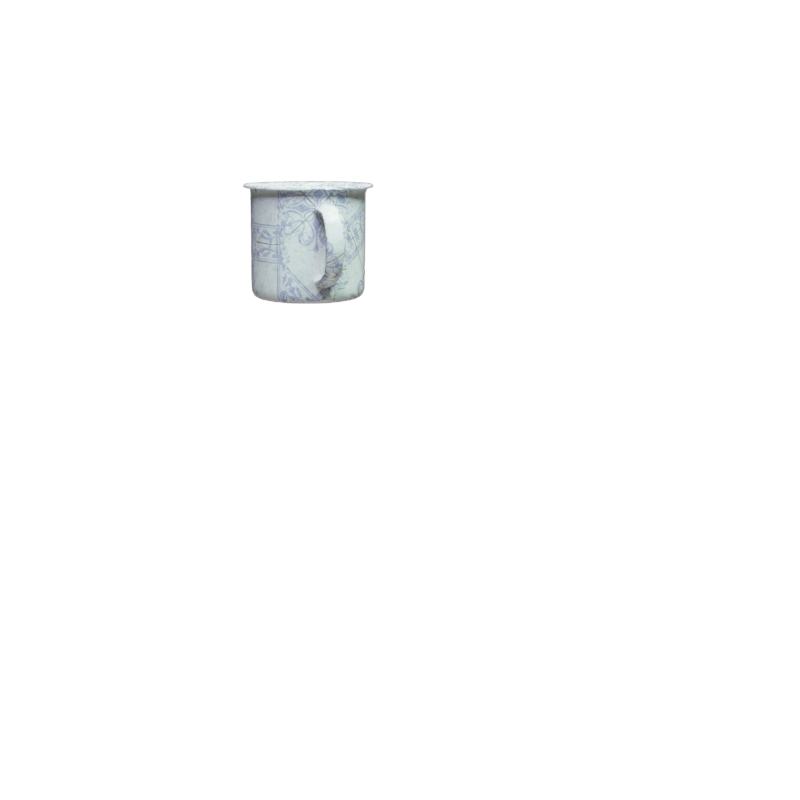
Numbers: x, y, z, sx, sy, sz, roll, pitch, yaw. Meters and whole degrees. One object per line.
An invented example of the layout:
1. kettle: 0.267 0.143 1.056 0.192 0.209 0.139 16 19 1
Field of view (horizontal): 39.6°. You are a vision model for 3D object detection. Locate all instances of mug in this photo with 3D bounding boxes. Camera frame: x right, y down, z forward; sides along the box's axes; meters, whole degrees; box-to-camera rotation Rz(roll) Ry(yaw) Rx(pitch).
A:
1. mug: -0.061 -0.112 0.782 0.091 0.080 0.122 -4 11 -21
